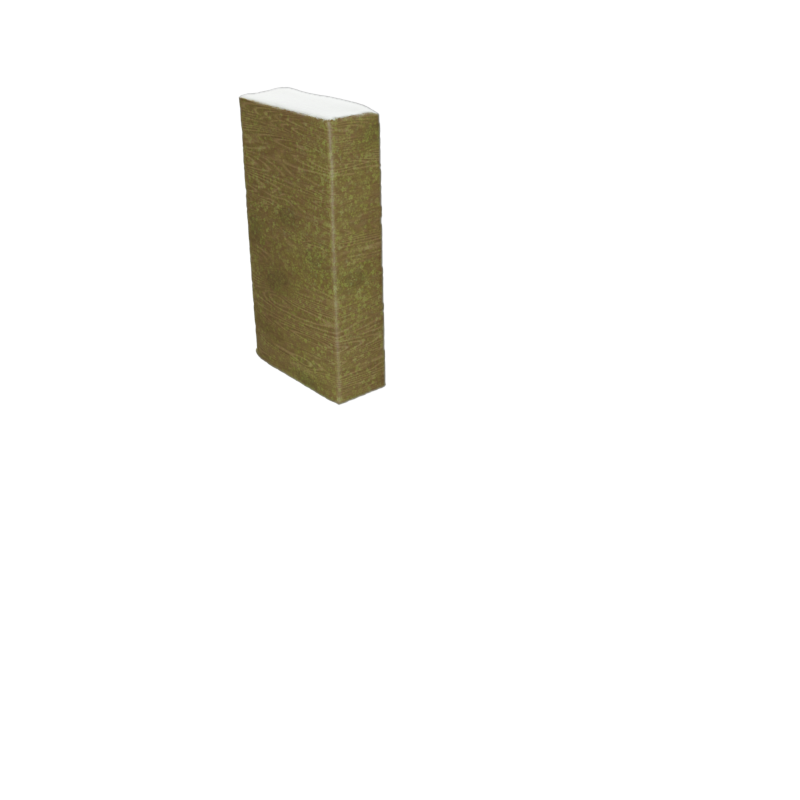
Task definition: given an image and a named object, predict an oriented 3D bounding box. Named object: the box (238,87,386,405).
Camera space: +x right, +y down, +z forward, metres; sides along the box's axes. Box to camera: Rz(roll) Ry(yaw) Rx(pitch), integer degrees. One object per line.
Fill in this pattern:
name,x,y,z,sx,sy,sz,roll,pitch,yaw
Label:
box,-0.053,-0.097,0.678,0.047,0.168,0.099,-14,26,-36
